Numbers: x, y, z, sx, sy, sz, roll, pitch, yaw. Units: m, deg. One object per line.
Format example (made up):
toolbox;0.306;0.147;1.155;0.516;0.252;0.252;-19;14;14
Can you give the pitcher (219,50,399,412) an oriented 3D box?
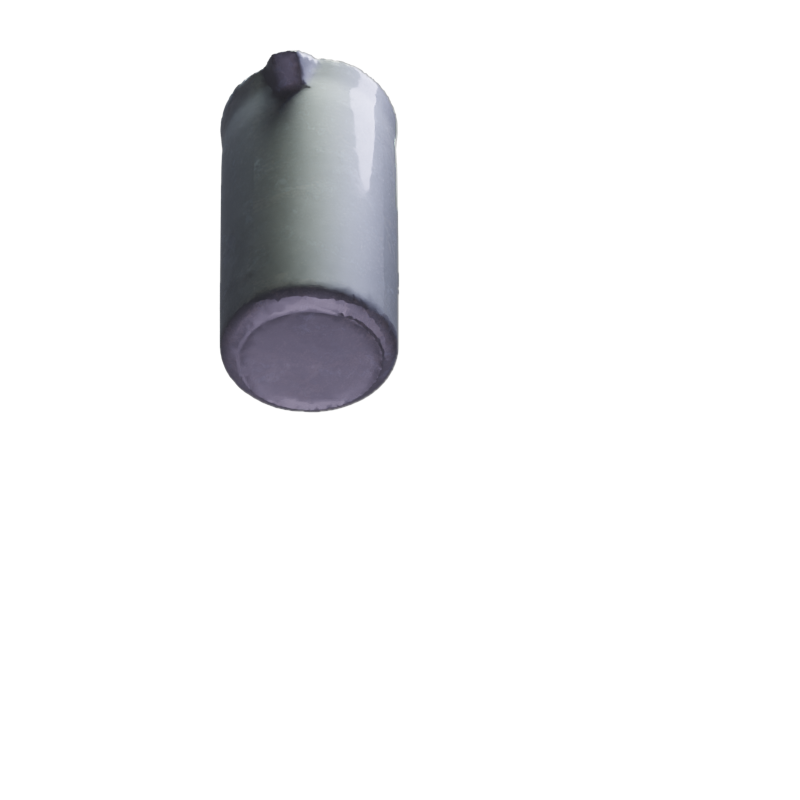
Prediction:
pitcher;-0.059;-0.108;0.756;0.142;0.261;0.142;26;-51;-27
